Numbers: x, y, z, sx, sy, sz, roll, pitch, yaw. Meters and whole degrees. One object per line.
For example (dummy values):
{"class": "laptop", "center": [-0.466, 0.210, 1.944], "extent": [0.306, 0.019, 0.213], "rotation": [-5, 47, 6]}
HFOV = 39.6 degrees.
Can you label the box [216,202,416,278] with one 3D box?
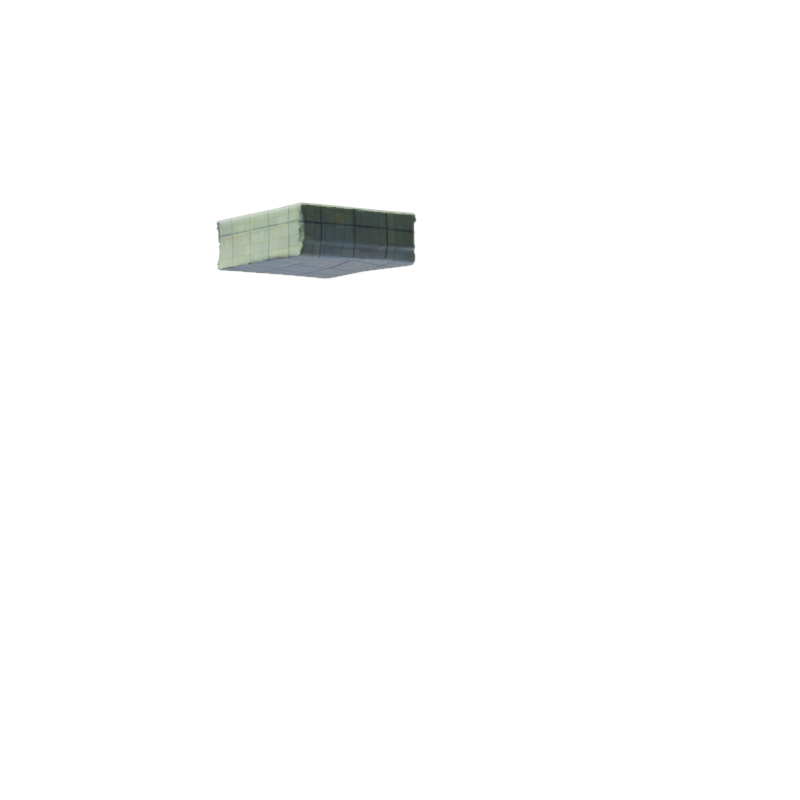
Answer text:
{"class": "box", "center": [-0.058, -0.105, 0.738], "extent": [0.086, 0.039, 0.117], "rotation": [1, -2, -35]}
